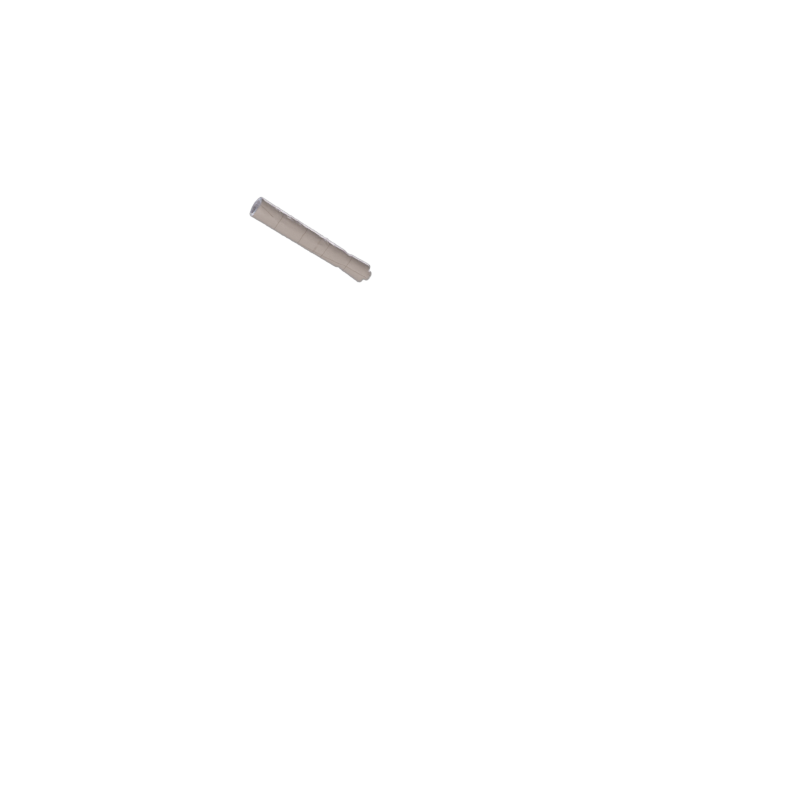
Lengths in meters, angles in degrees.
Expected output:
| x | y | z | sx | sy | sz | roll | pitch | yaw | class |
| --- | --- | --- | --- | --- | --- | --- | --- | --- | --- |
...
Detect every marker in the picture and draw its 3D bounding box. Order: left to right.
| x | y | z | sx | sy | sz | roll | pitch | yaw | class |
| --- | --- | --- | --- | --- | --- | --- | --- | --- | --- |
| -0.074 | -0.135 | 0.948 | 0.116 | 0.020 | 0.020 | 30 | -9 | -20 | marker |
